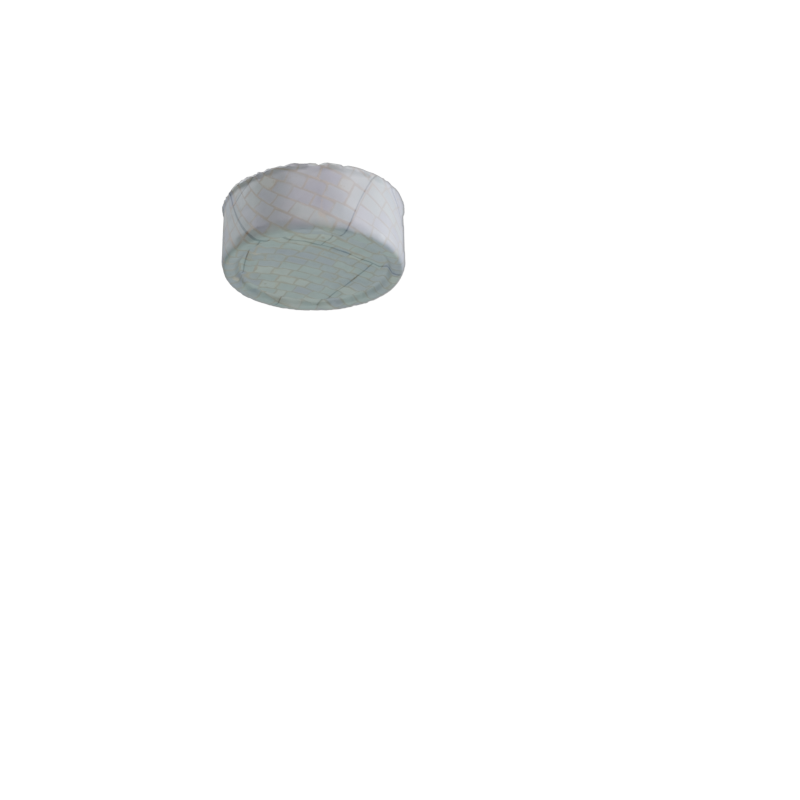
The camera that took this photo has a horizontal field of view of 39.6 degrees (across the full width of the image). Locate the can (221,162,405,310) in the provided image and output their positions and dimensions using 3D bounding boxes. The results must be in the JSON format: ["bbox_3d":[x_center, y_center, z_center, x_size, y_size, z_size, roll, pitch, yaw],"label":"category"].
[{"bbox_3d":[-0.040,-0.074,0.515,0.086,0.035,0.081,1,-23,-2],"label":"can"}]
